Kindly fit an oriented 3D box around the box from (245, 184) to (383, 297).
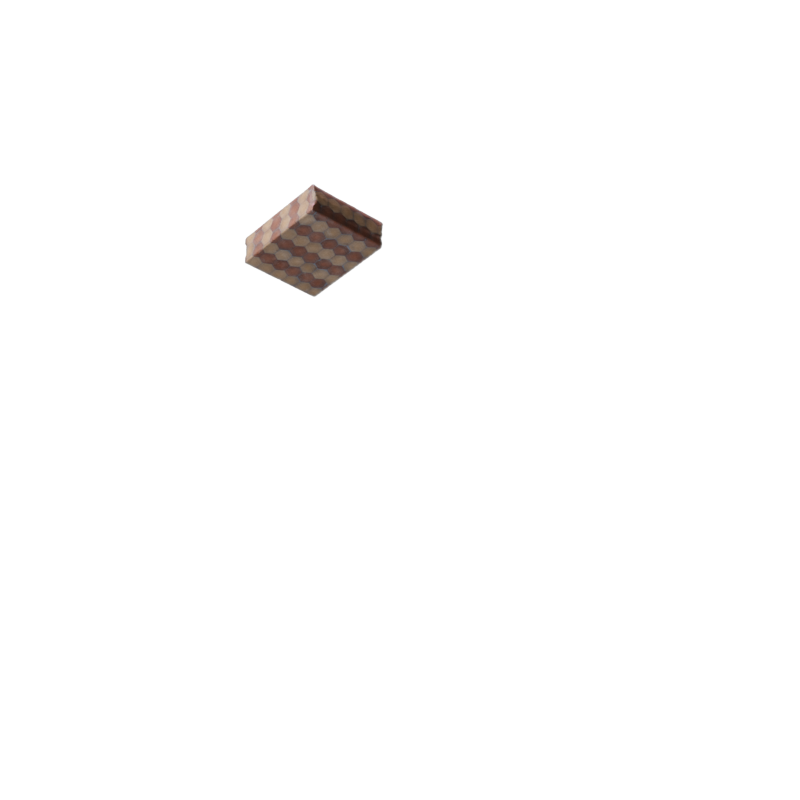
[{"bbox_3d":[-0.069,-0.127,0.886,0.069,0.032,0.088,26,-42,-33],"label":"box"}]
